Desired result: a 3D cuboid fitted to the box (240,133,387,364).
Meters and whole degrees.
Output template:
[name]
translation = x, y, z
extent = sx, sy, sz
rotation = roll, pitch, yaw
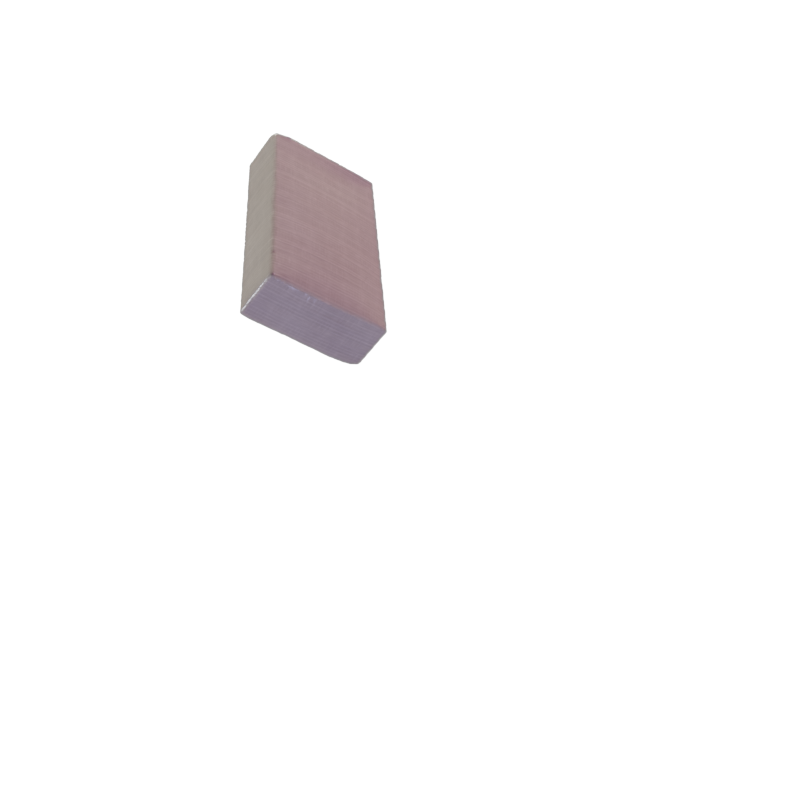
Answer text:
[box]
translation = -0.061, -0.112, 0.786
extent = 0.089, 0.189, 0.047
rotation = 24, -52, -24
